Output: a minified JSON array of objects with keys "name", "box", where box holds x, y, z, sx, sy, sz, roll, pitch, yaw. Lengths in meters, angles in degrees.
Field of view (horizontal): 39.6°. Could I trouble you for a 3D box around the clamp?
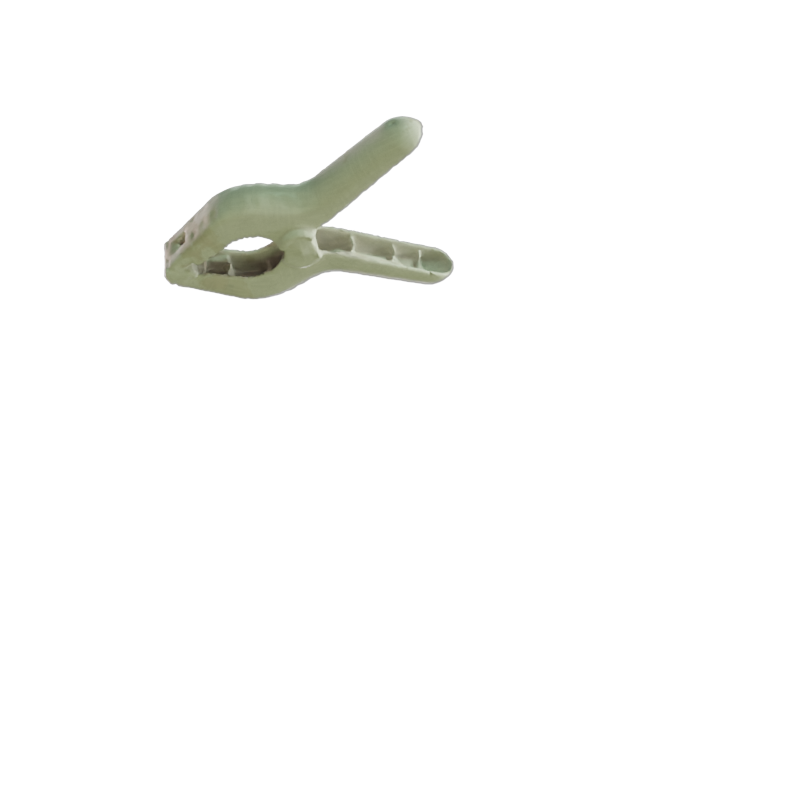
[{"name":"clamp","box":[-0.051,-0.093,0.653,0.172,0.111,0.042,-17,38,13]}]
